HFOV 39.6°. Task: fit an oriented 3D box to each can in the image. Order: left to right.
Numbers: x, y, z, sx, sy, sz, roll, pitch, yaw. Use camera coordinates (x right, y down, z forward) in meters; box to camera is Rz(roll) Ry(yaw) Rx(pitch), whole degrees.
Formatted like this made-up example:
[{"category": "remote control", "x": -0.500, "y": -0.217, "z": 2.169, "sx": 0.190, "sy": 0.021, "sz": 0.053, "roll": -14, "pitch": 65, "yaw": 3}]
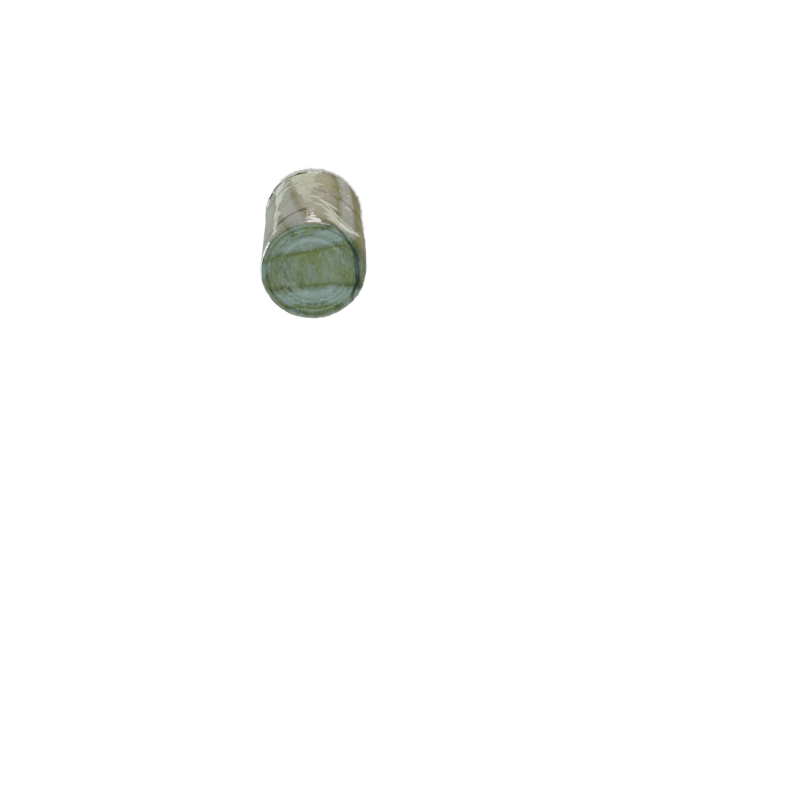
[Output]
[{"category": "can", "x": -0.058, "y": -0.105, "z": 0.738, "sx": 0.068, "sy": 0.065, "sz": 0.108, "roll": 0, "pitch": 27, "yaw": -3}]
